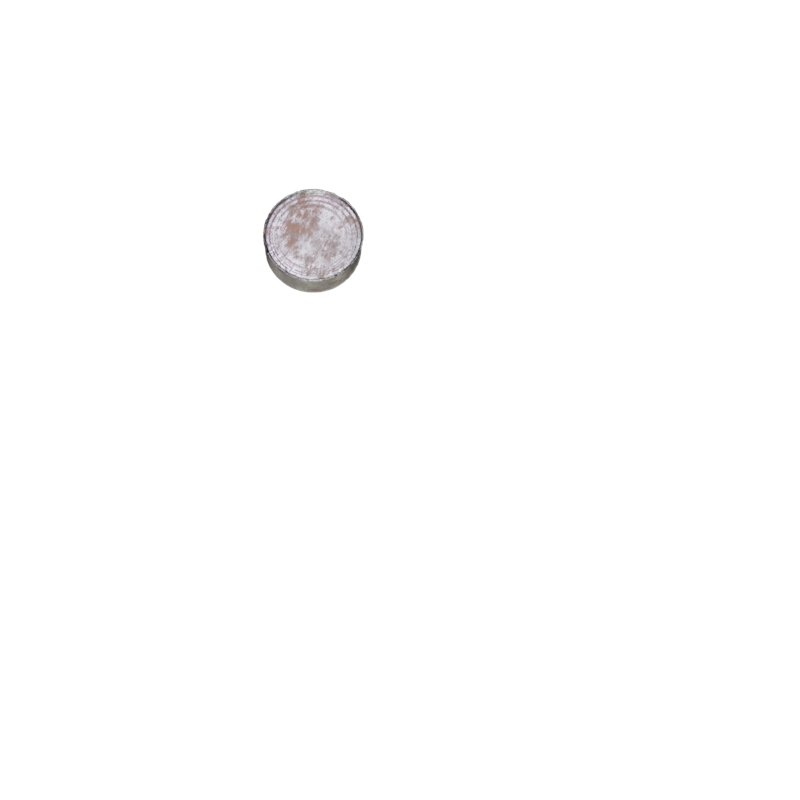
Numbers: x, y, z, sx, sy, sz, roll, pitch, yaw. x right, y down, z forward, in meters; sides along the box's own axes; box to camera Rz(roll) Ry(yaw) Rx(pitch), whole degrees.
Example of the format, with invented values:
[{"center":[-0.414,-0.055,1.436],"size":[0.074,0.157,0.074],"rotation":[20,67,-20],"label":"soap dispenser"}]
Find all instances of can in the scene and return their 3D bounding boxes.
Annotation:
[{"center":[-0.075,-0.137,0.957],"size":[0.086,0.090,0.032],"rotation":[-1,-22,-1],"label":"can"}]
